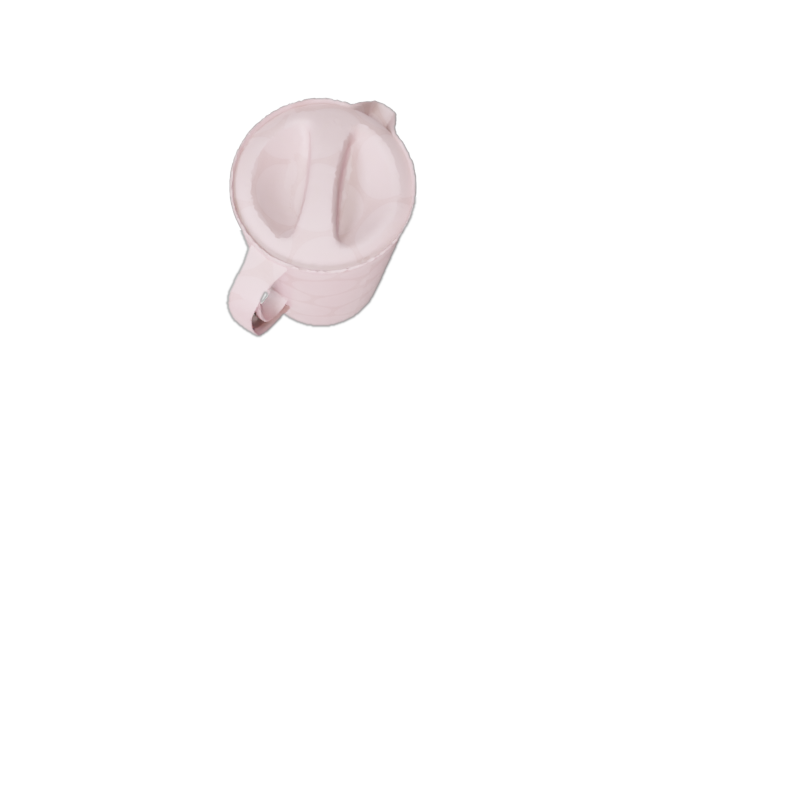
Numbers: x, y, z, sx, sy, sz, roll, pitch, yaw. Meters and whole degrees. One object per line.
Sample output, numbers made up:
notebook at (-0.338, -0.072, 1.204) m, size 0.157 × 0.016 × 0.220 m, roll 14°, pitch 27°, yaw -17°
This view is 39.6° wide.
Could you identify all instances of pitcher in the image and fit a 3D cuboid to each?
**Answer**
pitcher at (-0.070, -0.127, 0.892) m, size 0.148 × 0.150 × 0.235 m, roll -11°, pitch -11°, yaw -5°
